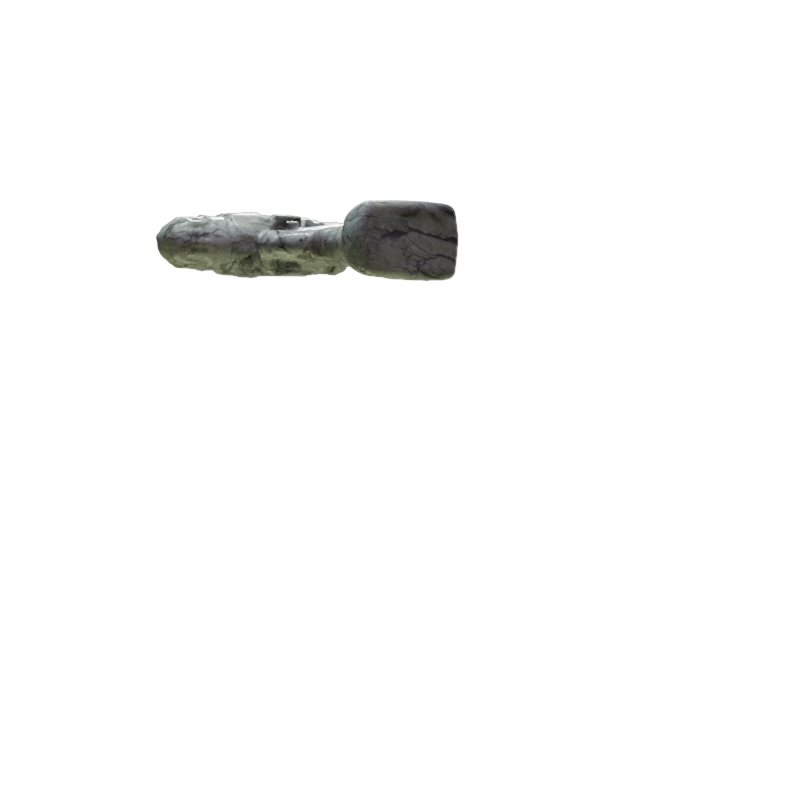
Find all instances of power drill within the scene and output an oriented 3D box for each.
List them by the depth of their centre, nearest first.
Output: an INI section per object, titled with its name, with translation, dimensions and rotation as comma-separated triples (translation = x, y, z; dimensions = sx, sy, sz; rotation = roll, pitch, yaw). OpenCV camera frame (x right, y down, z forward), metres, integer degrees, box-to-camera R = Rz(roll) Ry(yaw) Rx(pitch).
[power drill]
translation = -0.066, -0.120, 0.839
dimensions = 0.178, 0.057, 0.196
rotation = -7, 10, -43
